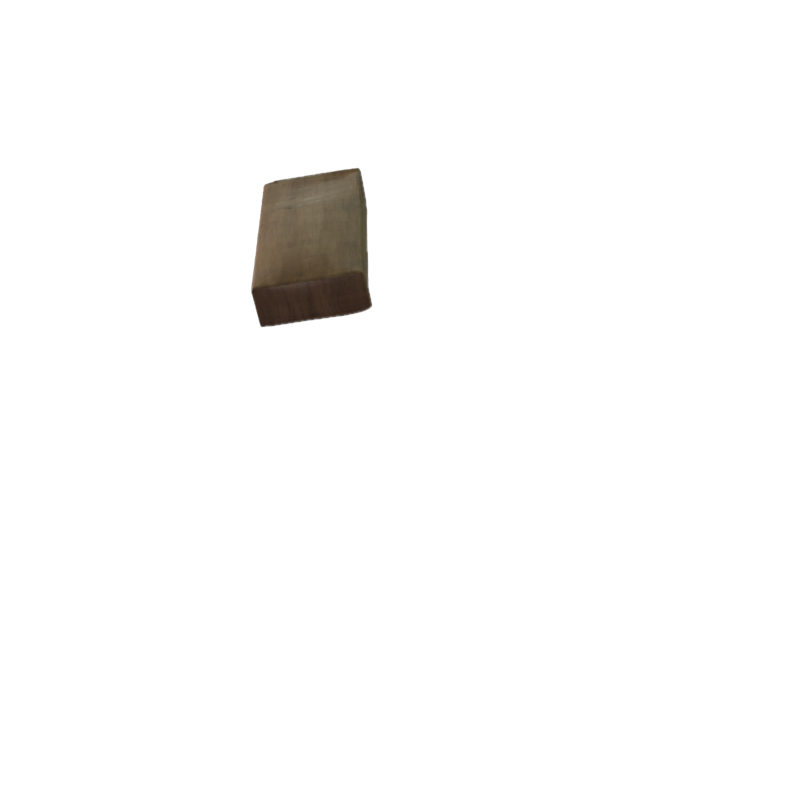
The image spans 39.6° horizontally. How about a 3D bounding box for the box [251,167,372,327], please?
[{"bbox_3d":[-0.075,-0.136,0.950,0.094,0.045,0.189,-9,39,4],"label":"box"}]
